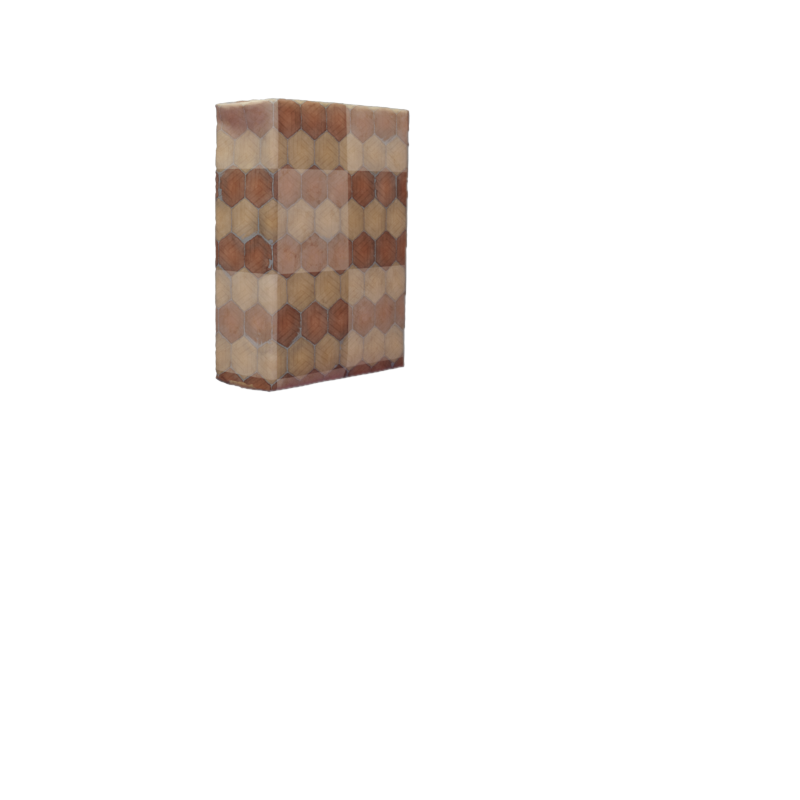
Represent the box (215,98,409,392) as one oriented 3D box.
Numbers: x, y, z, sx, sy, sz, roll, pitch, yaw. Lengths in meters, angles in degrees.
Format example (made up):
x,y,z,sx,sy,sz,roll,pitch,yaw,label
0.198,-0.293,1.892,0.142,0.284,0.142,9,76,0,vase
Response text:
x,y,z,sx,sy,sz,roll,pitch,yaw,label
-0.068,-0.124,0.872,0.075,0.212,0.159,3,6,39,box
